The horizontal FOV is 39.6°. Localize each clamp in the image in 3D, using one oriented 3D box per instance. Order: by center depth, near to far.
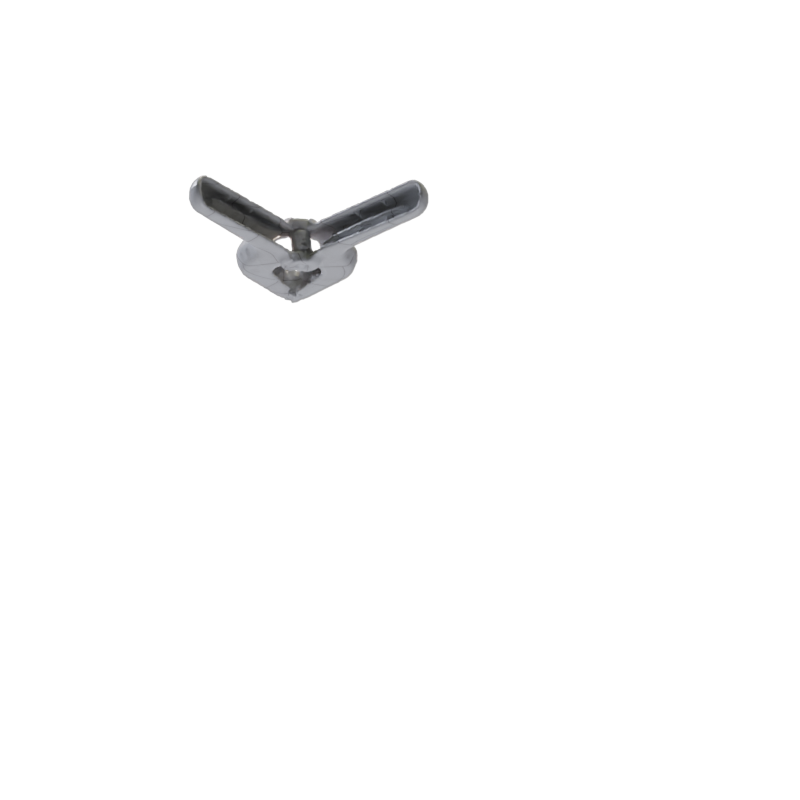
[{"bbox_3d":[-0.066,-0.120,0.842,0.165,0.038,0.201,0,-14,-1],"label":"clamp"}]
